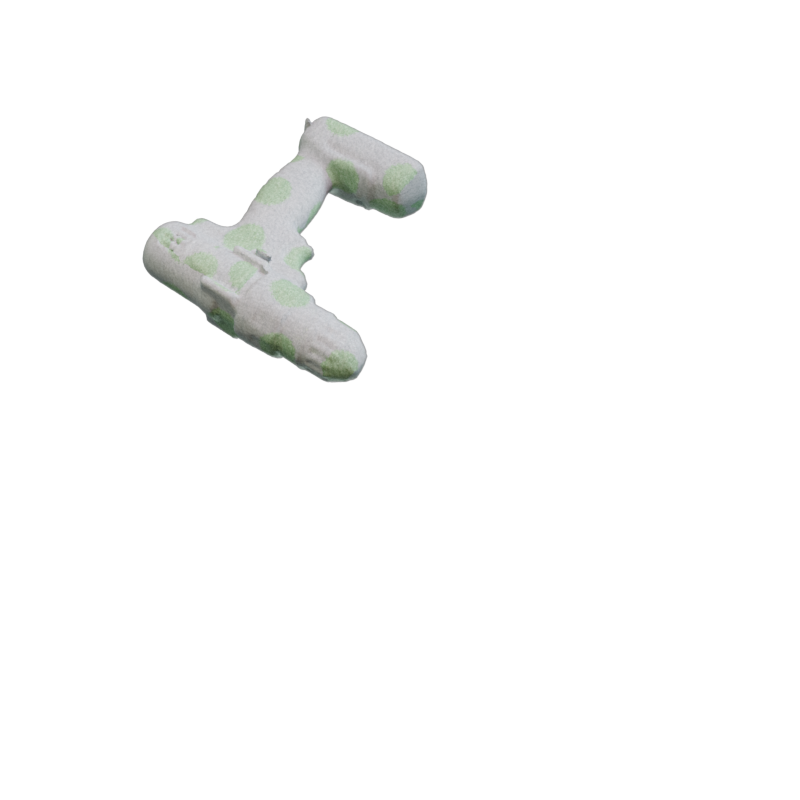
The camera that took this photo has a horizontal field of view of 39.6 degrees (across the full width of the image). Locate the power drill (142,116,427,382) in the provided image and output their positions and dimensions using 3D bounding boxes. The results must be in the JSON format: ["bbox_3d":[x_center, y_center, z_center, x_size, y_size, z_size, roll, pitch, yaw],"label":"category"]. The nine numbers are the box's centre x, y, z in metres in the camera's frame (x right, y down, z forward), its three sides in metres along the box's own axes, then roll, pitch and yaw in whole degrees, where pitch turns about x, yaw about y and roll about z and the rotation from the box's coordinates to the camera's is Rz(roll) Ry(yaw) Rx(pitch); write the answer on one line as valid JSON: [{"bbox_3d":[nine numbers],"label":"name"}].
[{"bbox_3d":[-0.062,-0.113,0.793,0.194,0.191,0.053,30,-32,21],"label":"power drill"}]
